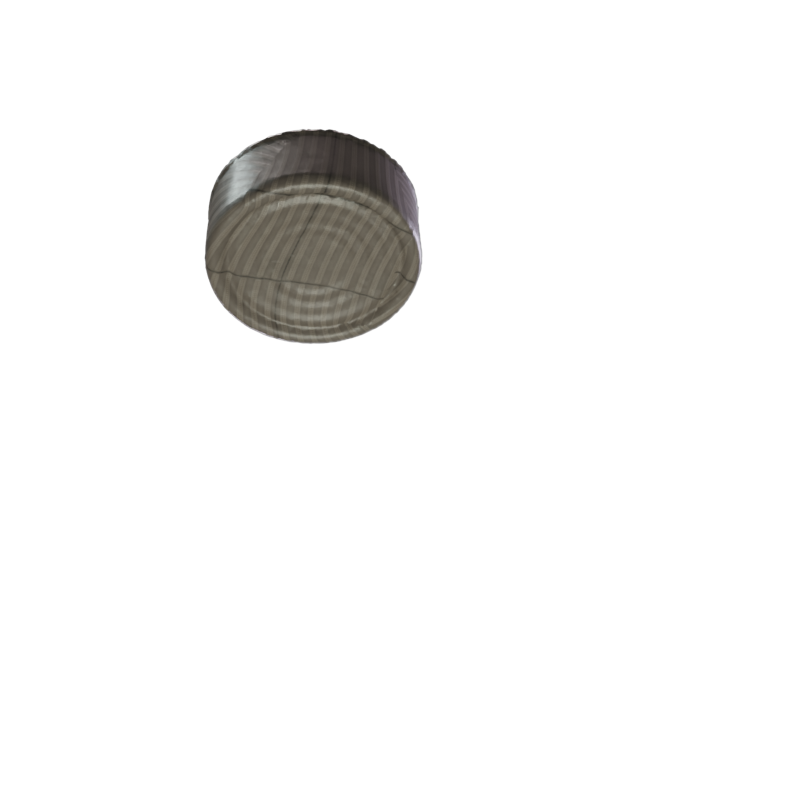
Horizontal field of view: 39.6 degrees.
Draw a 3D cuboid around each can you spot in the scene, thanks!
[{"bbox_3d":[-0.034,-0.063,0.439,0.086,0.080,0.036,1,43,-1],"label":"can"}]
